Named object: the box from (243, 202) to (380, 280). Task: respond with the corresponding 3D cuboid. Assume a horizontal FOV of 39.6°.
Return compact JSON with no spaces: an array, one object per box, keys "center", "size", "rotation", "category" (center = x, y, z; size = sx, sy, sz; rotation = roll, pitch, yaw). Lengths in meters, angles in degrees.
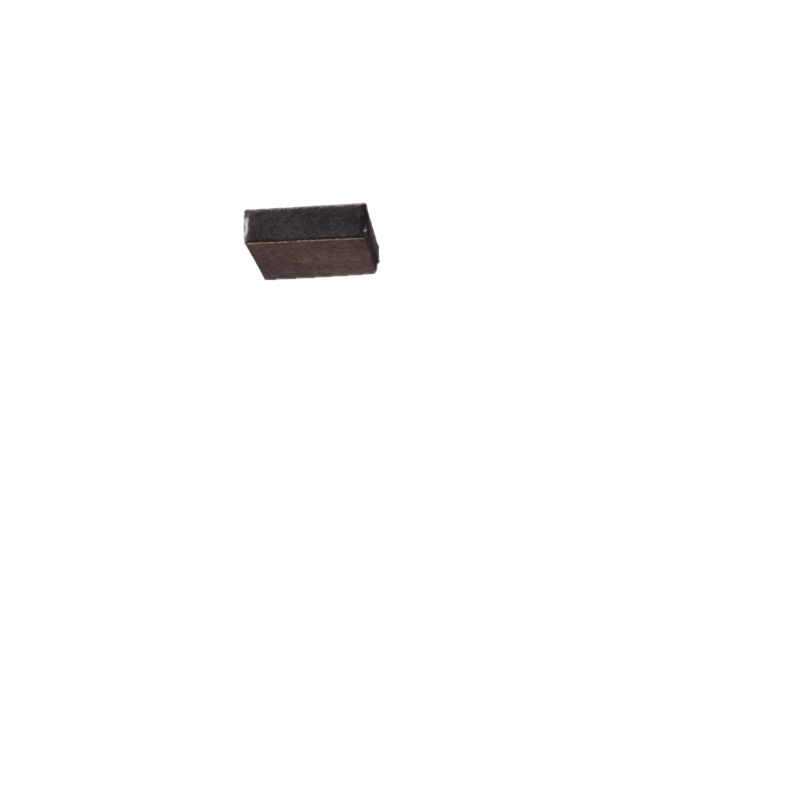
[{"center":[-0.063,-0.115,0.804],"size":[0.090,0.032,0.069],"rotation":[-2,-17,7],"category":"box"}]
